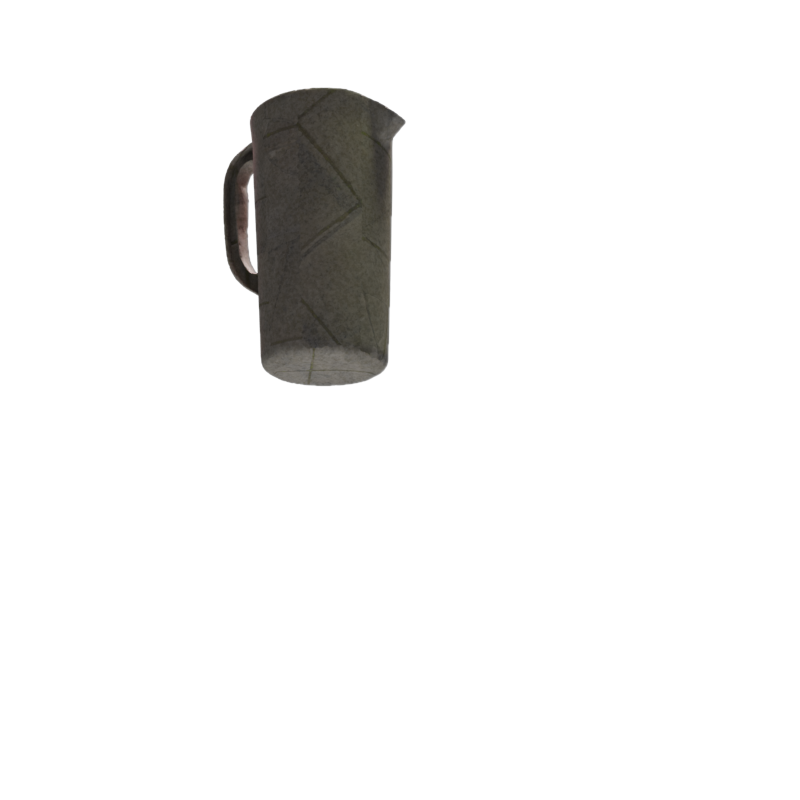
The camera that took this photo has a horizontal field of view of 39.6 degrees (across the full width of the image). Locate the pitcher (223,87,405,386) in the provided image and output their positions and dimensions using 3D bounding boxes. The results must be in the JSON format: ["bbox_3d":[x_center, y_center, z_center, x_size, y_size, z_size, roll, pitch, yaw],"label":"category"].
[{"bbox_3d":[-0.077,-0.140,0.980,0.142,0.254,0.146,4,-19,-15],"label":"pitcher"}]
